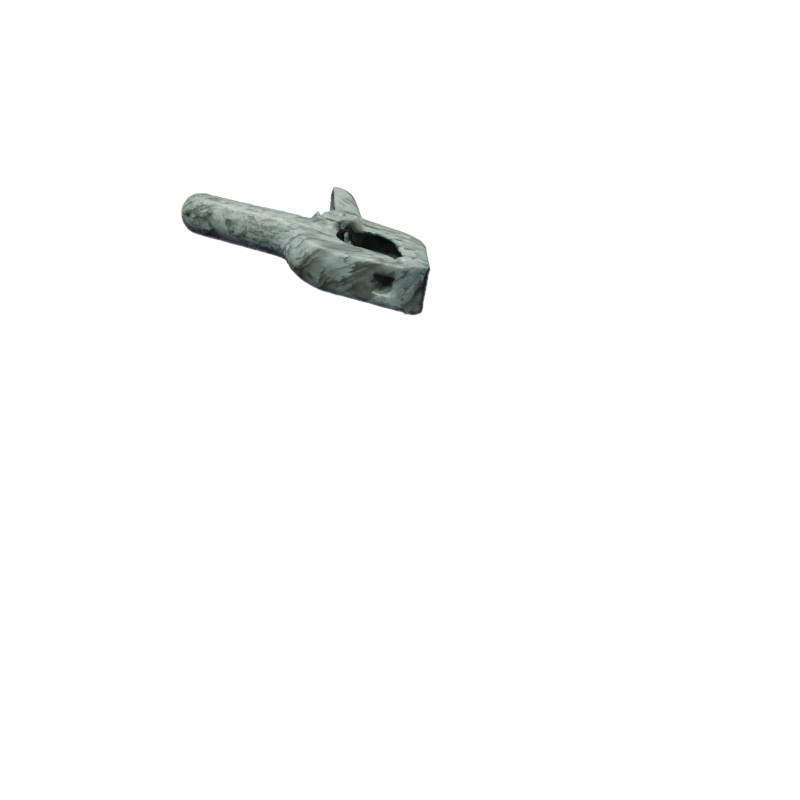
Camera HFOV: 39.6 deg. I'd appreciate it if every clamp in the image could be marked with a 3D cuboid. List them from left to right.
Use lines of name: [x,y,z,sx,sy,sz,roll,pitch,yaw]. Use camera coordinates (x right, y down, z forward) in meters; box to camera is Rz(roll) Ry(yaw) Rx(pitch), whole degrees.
clamp: [-0.050,-0.091,0.636,0.118,0.037,0.183,-11,26,-24]
